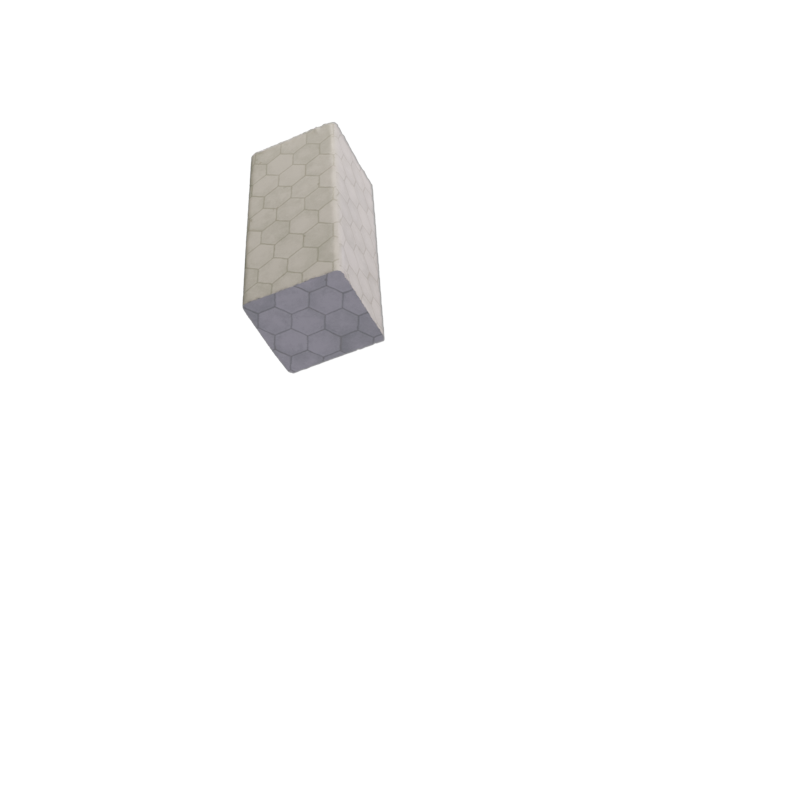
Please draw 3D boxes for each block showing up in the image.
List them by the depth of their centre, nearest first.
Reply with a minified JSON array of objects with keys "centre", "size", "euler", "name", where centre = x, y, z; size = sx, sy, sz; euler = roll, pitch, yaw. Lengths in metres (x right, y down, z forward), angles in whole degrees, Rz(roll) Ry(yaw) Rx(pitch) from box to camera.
[{"centre":[-0.076,-0.138,0.967],"size":[0.091,0.221,0.083],"euler":[-20,-48,15],"name":"block"}]
